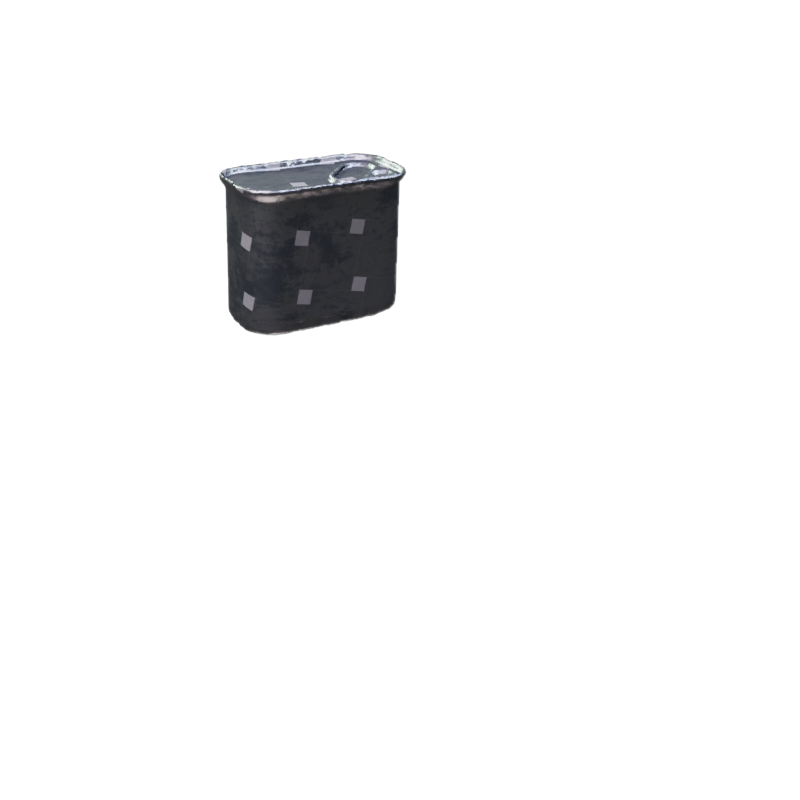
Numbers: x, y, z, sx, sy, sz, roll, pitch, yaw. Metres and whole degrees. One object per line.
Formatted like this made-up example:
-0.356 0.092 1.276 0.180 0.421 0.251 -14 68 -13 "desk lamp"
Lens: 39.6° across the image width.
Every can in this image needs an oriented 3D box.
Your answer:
-0.049 -0.090 0.628 0.100 0.080 0.061 -12 25 -27 "can"
